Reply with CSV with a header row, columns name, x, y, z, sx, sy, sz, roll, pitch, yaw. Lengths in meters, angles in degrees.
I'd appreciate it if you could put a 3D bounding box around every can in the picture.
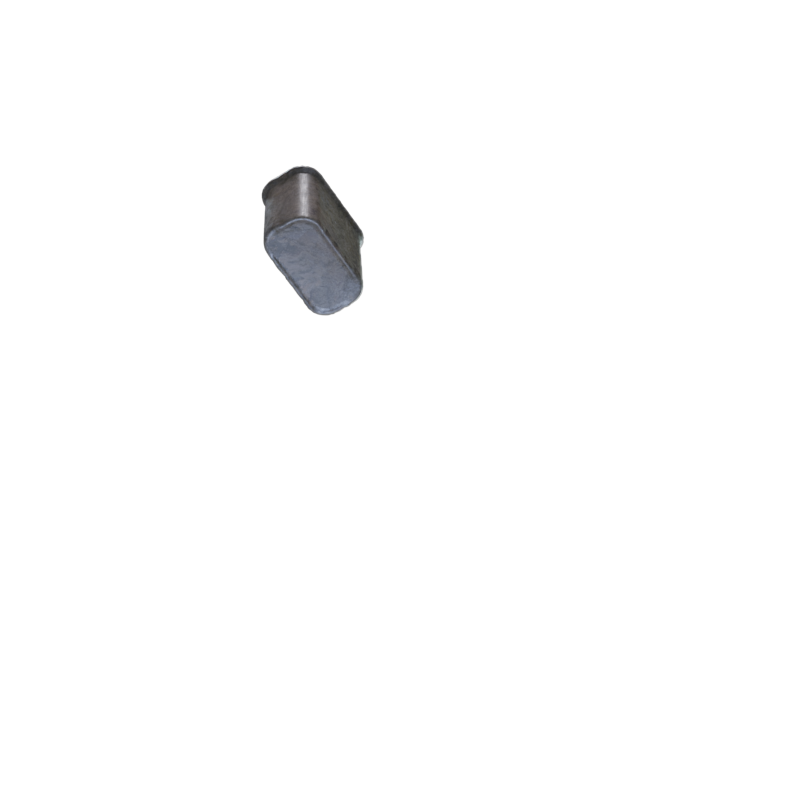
name,x,y,z,sx,sy,sz,roll,pitch,yaw
can,-0.073,-0.133,0.931,0.057,0.095,0.089,-28,31,16
